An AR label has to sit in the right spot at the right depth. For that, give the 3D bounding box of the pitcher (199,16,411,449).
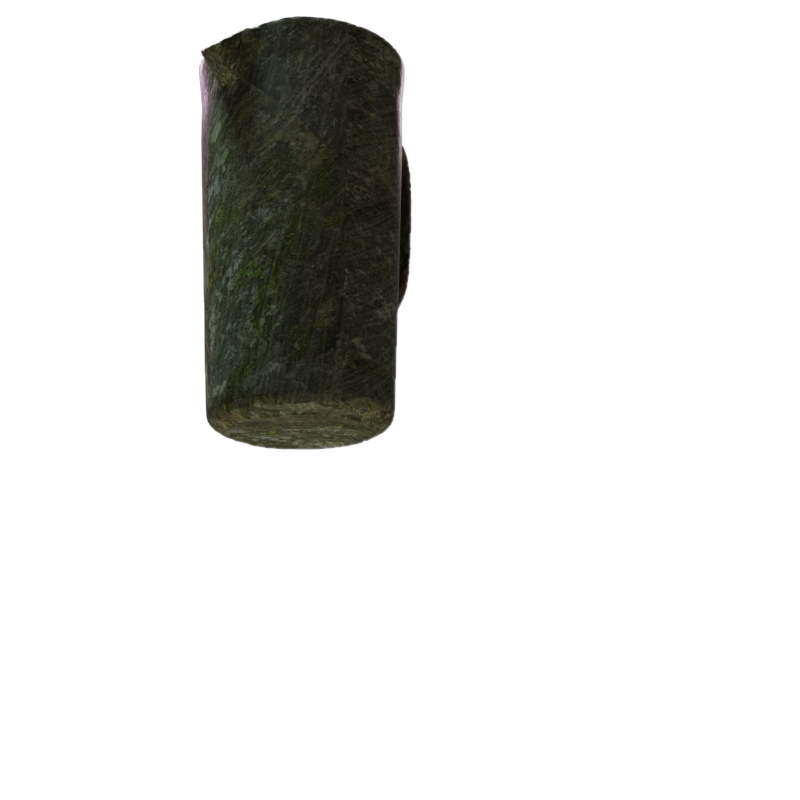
[{"bbox_3d":[-0.053,-0.097,0.682,0.148,0.255,0.140,2,-20,-8],"label":"pitcher"}]
